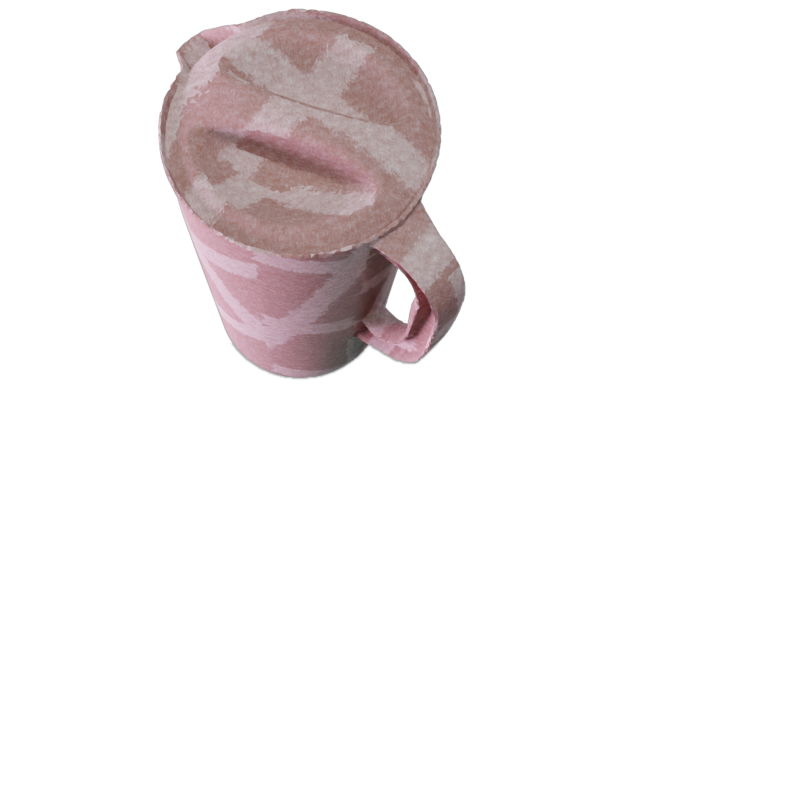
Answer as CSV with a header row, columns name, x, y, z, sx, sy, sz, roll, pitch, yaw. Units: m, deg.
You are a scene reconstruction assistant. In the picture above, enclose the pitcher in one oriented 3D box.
name,x,y,z,sx,sy,sz,roll,pitch,yaw
pitcher,-0.048,-0.088,0.619,0.145,0.157,0.232,0,-19,-3
